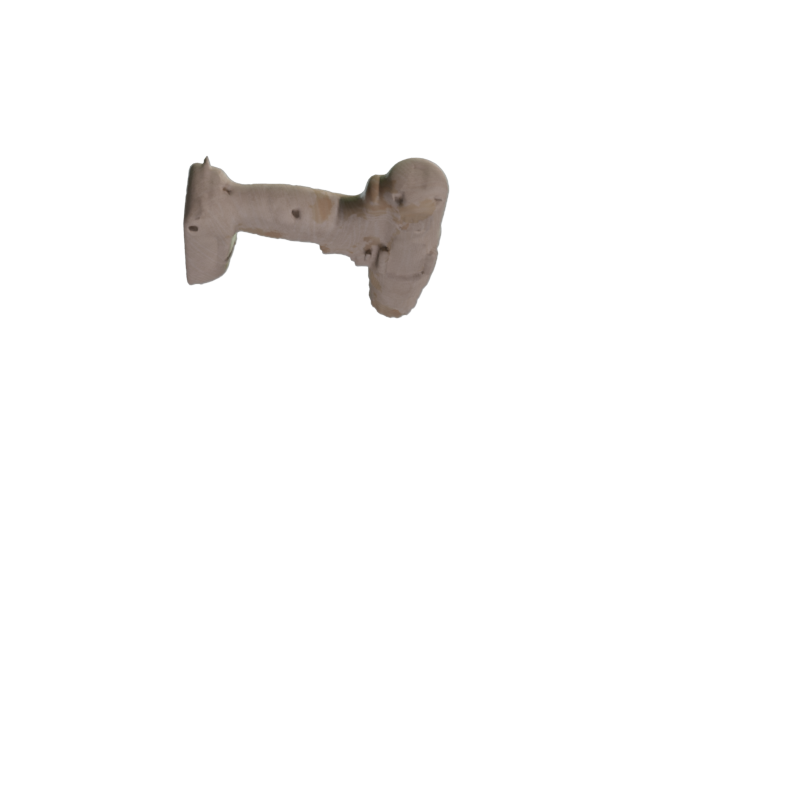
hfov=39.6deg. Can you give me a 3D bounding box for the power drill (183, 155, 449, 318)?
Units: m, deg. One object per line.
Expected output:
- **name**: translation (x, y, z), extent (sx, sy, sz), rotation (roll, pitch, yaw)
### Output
- **power drill**: translation (-0.064, -0.117, 0.821), extent (0.187, 0.061, 0.174), rotation (2, -28, -4)
